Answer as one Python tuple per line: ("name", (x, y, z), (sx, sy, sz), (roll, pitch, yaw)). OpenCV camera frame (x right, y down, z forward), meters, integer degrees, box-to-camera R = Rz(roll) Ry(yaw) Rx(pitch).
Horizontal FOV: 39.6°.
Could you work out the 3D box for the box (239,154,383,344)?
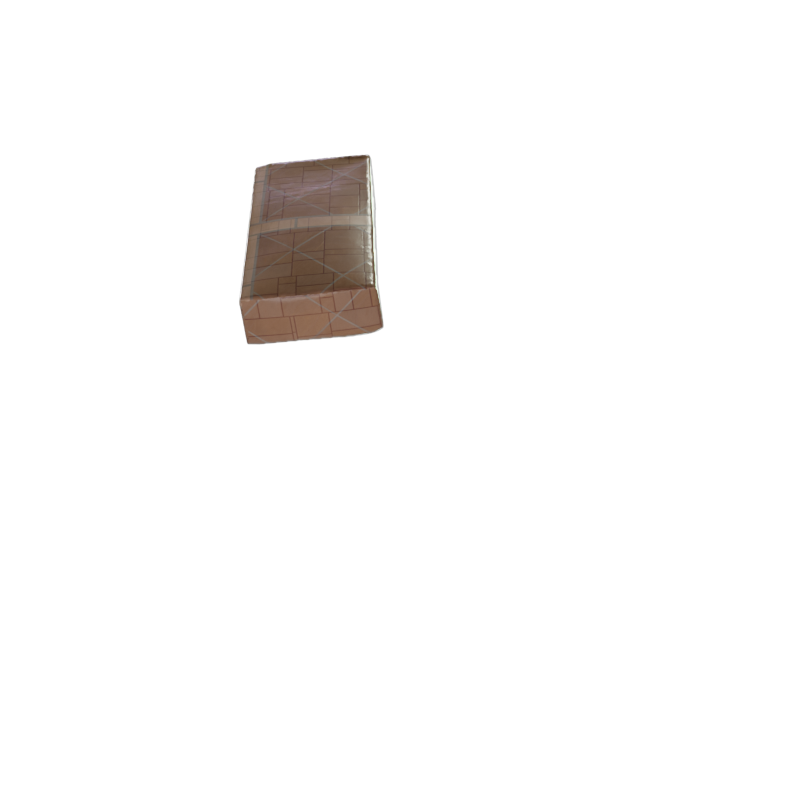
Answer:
("box", (-0.063, -0.114, 0.798), (0.094, 0.045, 0.189), (-6, 41, 2))
